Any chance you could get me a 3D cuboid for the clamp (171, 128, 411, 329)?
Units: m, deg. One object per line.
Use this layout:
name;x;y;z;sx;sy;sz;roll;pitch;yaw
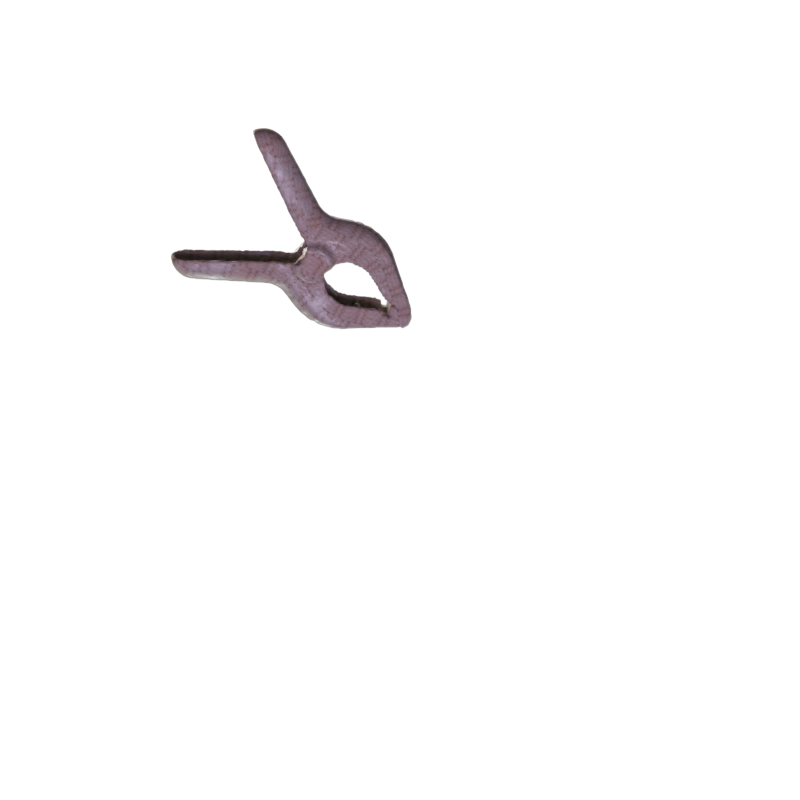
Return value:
clamp;-0.060;-0.110;0.771;0.167;0.116;0.042;22;26;-12
